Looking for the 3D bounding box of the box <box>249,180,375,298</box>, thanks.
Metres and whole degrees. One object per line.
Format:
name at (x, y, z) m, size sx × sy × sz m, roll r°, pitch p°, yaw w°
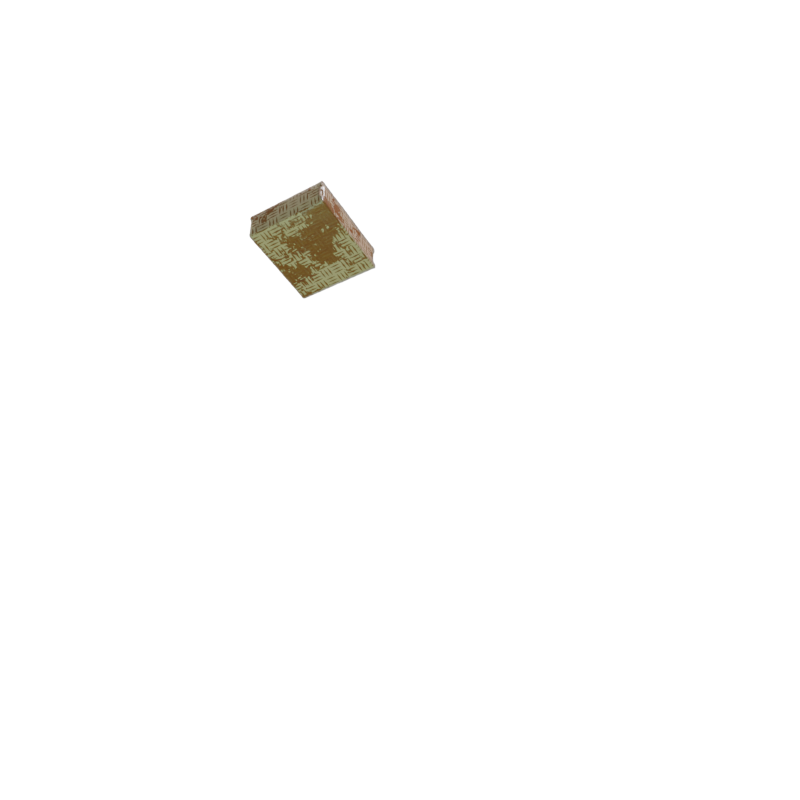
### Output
box at (-0.074, -0.135, 0.943) m, size 0.073 × 0.032 × 0.083 m, roll -24°, pitch -50°, yaw 21°
